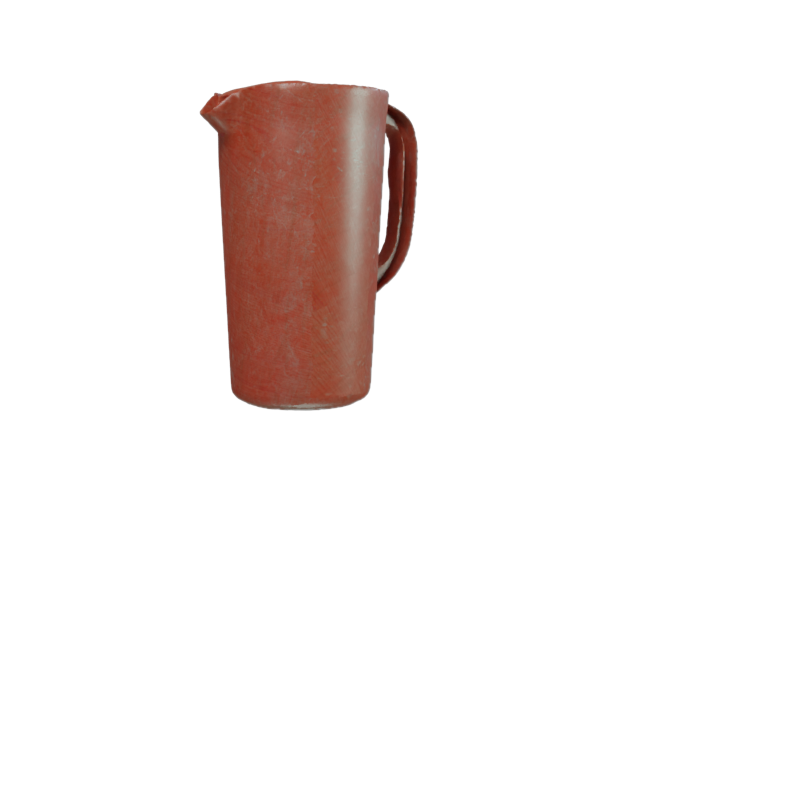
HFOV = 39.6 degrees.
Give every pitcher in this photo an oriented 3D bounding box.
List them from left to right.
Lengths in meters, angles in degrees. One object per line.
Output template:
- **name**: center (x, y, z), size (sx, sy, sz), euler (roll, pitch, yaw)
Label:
- **pitcher**: center (-0.067, -0.122, 0.854), size (0.151, 0.241, 0.145), euler (1, 5, 9)
